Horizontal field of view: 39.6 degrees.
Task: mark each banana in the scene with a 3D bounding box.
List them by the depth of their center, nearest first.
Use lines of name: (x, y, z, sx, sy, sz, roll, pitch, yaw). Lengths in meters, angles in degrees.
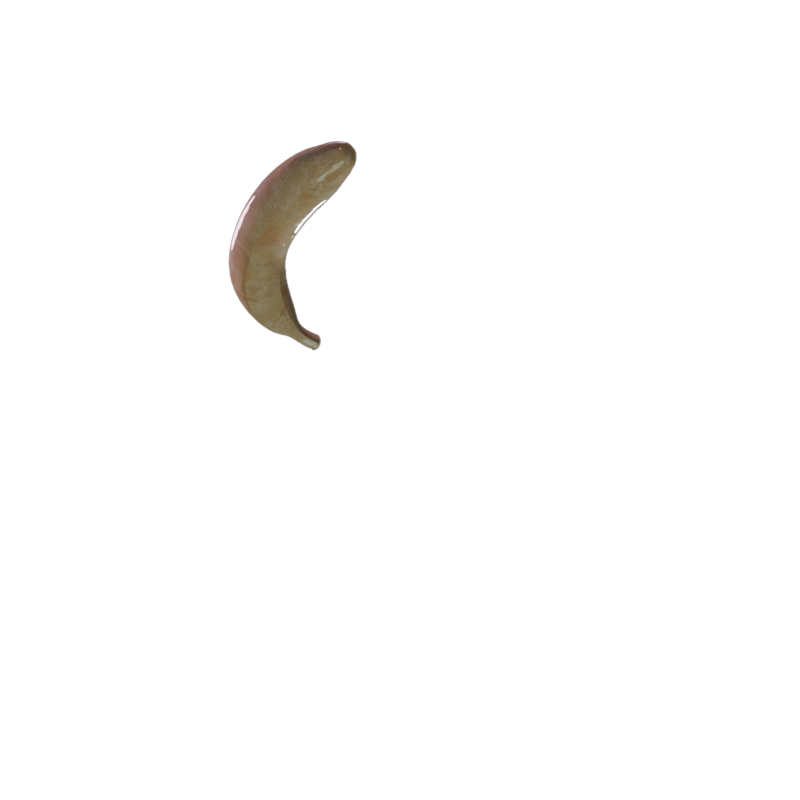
banana: (-0.075, -0.101, 0.714, 0.069, 0.039, 0.186, 5, -34, -8)
